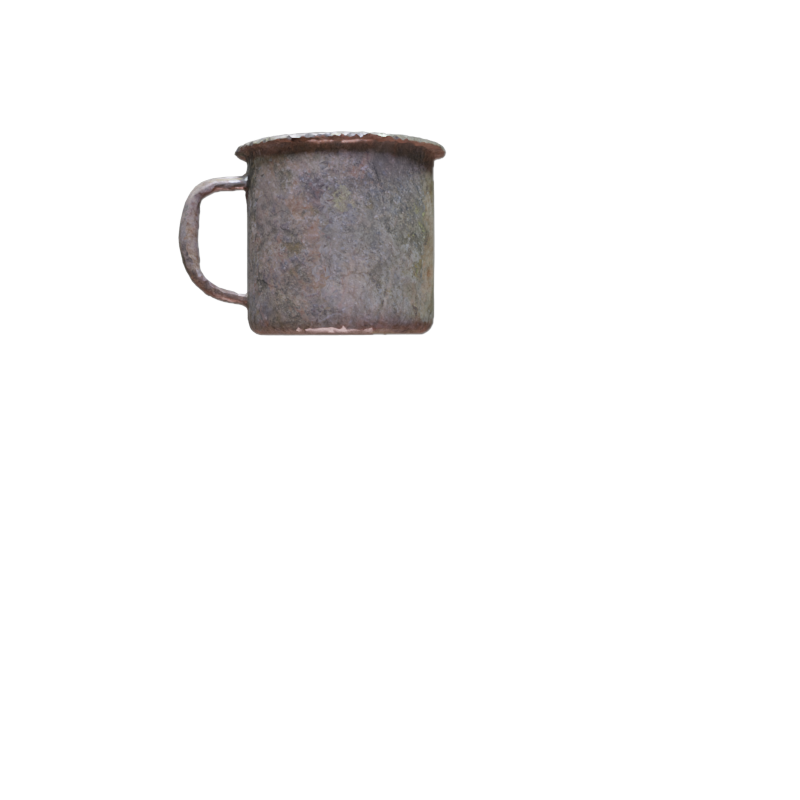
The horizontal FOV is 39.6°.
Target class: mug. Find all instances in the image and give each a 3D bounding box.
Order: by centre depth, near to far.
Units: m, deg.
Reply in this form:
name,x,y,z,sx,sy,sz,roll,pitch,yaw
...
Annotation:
name,x,y,z,sx,sy,sz,roll,pitch,yaw
mug,-0.038,-0.069,0.485,0.116,0.082,0.094,0,0,-9
